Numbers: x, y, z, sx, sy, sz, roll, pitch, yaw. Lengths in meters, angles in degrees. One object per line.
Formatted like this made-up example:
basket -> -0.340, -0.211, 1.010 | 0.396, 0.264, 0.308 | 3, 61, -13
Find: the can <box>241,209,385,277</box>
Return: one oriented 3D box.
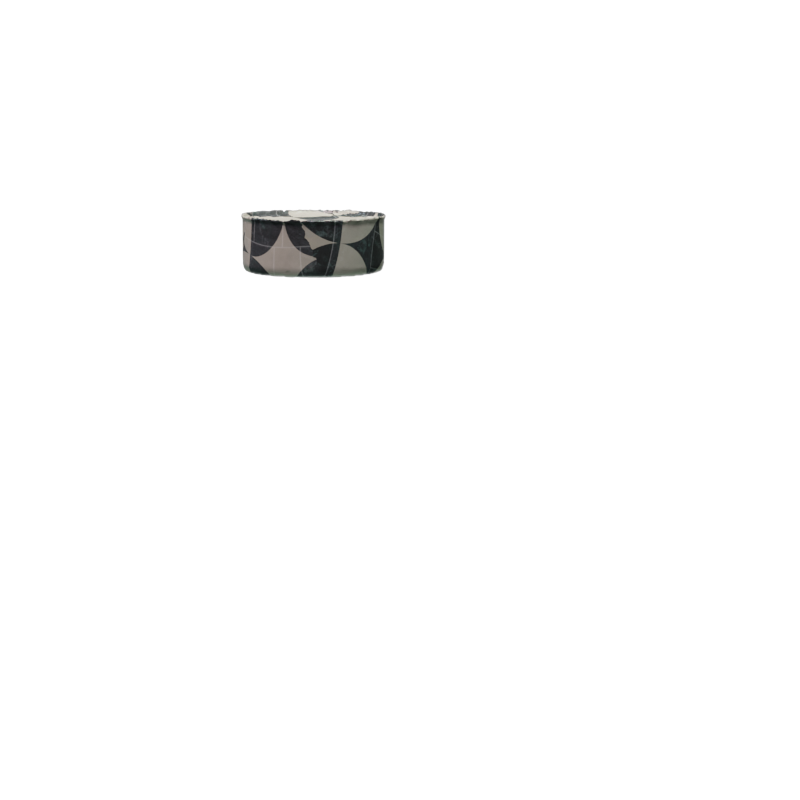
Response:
can -> -0.052, -0.094, 0.661 | 0.086, 0.033, 0.088 | 0, 13, -2
